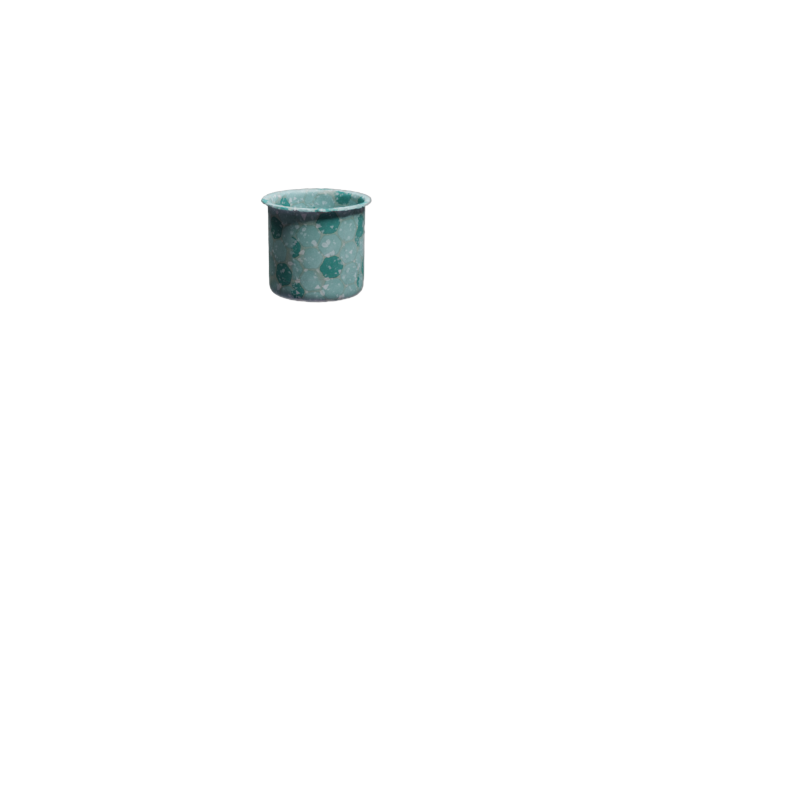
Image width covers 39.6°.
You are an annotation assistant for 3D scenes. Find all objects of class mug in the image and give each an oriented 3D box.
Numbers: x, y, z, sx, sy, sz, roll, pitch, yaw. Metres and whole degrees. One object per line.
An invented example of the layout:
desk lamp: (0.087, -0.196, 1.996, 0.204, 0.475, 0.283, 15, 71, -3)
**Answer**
mug: (-0.075, -0.136, 0.953, 0.092, 0.079, 0.124, -4, 19, -15)
